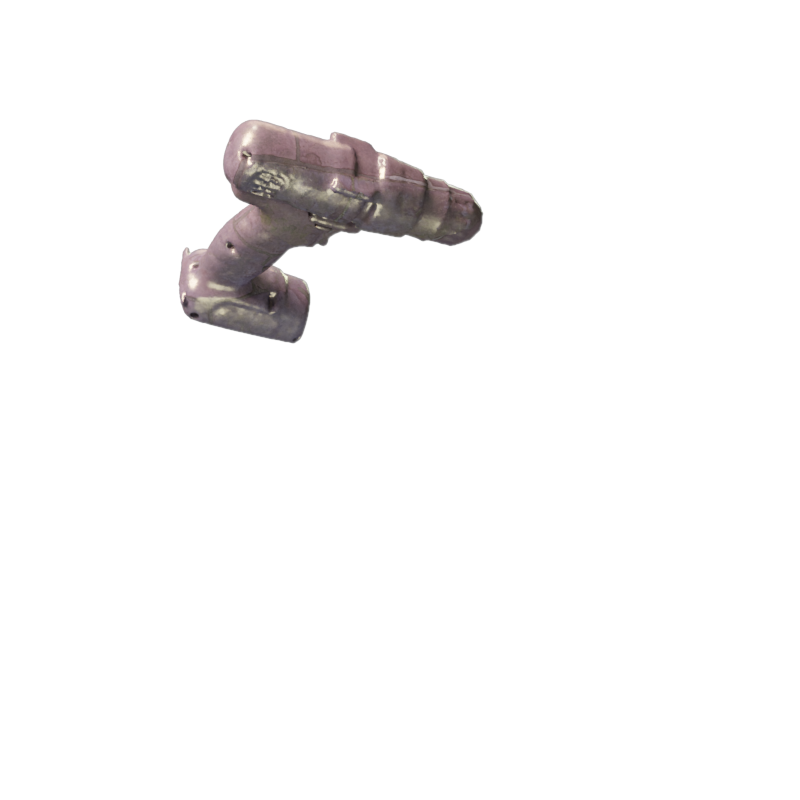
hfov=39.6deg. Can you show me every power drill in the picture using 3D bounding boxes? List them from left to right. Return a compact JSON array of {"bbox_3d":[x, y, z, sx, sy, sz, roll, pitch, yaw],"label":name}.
[{"bbox_3d":[-0.061,-0.111,0.775,0.177,0.061,0.183,16,-37,-24],"label":"power drill"}]
